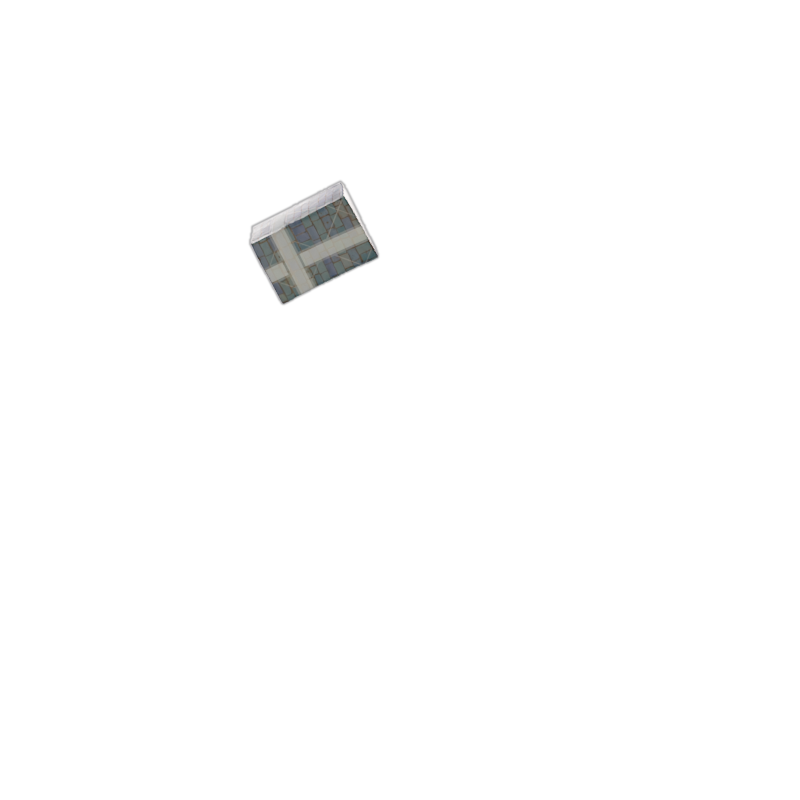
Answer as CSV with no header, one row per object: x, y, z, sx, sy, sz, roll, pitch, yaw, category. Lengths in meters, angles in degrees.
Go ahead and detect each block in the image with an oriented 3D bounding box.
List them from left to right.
-0.063,-0.114,0.799,0.078,0.051,0.053,-25,18,7,block
